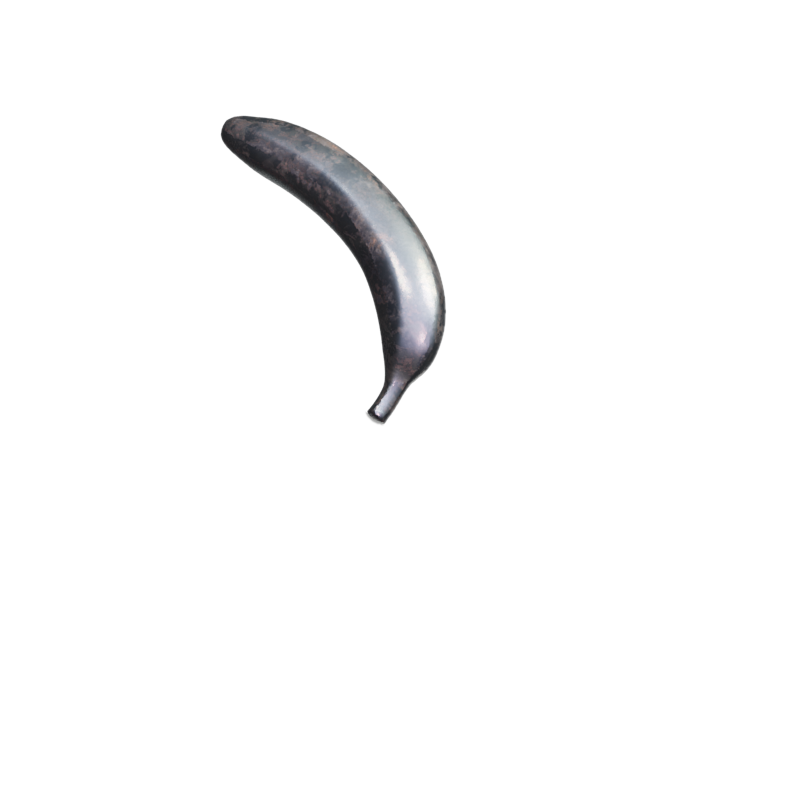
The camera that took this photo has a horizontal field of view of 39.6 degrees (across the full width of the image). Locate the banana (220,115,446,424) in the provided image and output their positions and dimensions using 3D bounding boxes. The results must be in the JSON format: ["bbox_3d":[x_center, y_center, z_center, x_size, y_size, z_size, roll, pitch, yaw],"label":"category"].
[{"bbox_3d":[-0.028,-0.088,0.590,0.069,0.211,0.035,-23,-26,-12],"label":"banana"}]
